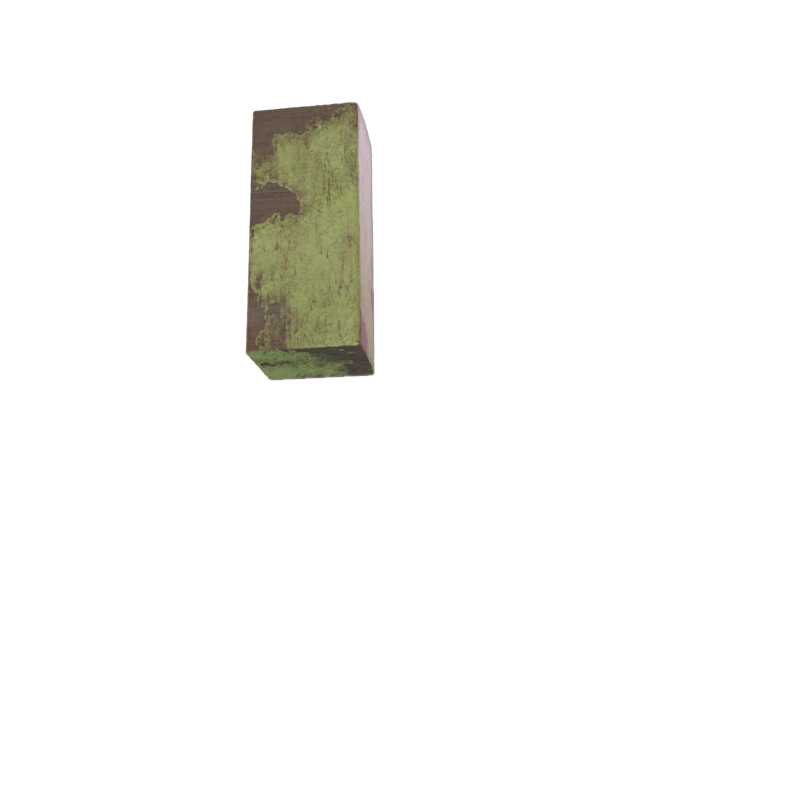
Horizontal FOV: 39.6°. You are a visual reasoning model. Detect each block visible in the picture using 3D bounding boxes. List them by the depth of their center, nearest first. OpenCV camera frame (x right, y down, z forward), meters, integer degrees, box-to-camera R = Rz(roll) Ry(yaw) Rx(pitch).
[{"bbox_3d":[-0.071,-0.129,0.906,0.091,0.216,0.085,-4,-20,8],"label":"block"}]
